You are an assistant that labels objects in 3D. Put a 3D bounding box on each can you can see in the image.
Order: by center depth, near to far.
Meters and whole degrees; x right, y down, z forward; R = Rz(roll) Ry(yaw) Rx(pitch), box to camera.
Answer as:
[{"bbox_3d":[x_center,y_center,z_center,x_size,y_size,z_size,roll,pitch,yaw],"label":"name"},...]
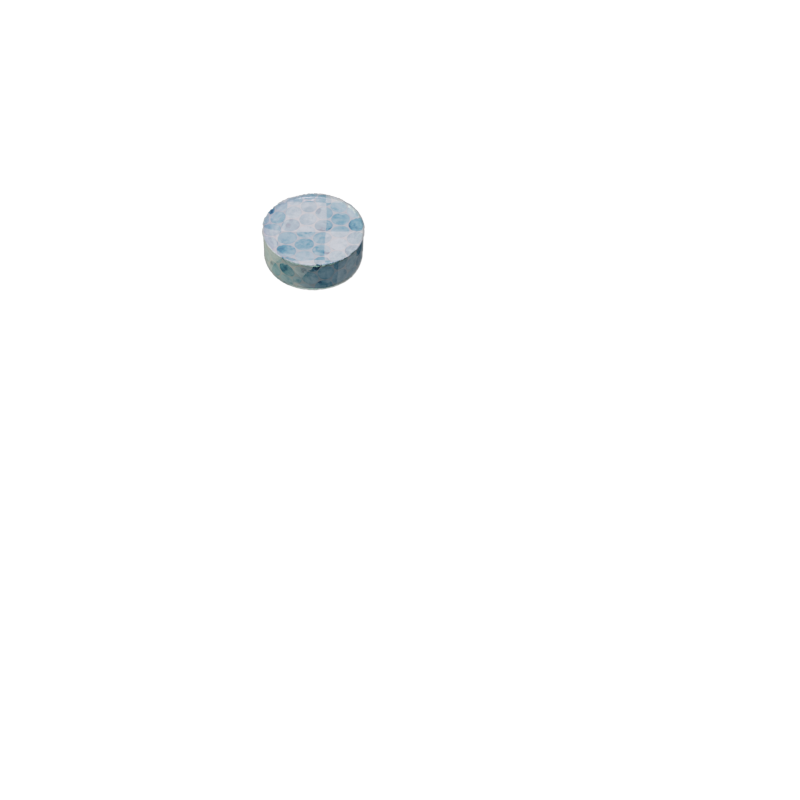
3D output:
[{"bbox_3d":[-0.073,-0.134,0.936,0.086,0.092,0.031,-1,-41,-1],"label":"can"}]
